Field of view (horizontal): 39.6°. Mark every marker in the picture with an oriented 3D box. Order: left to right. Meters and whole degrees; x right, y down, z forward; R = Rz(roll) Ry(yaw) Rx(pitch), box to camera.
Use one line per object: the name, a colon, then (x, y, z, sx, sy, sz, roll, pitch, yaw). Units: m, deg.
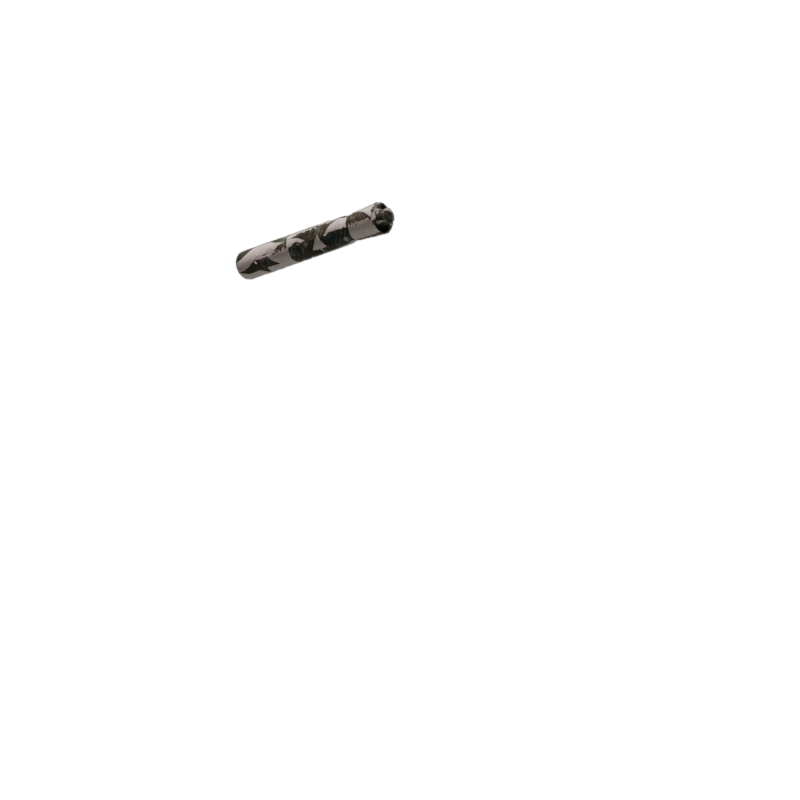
marker: (-0.051, -0.093, 0.654, 0.123, 0.020, 0.019, -12, -5, 42)
